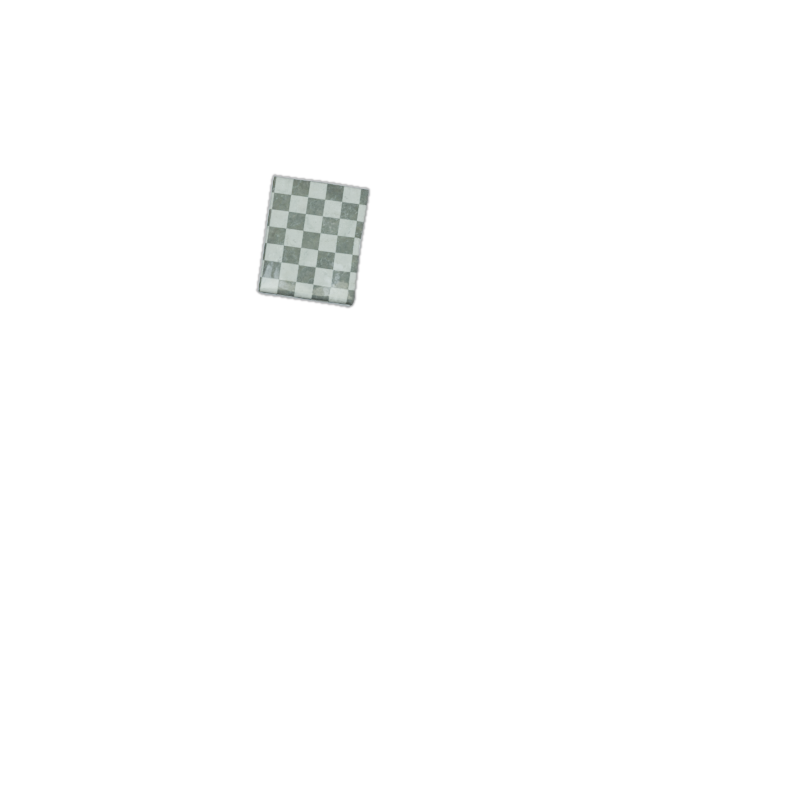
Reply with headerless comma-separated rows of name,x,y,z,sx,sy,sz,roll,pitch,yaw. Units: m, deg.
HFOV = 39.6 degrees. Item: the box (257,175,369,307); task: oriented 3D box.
box,-0.065,-0.118,0.830,0.073,0.091,0.030,8,-7,0
